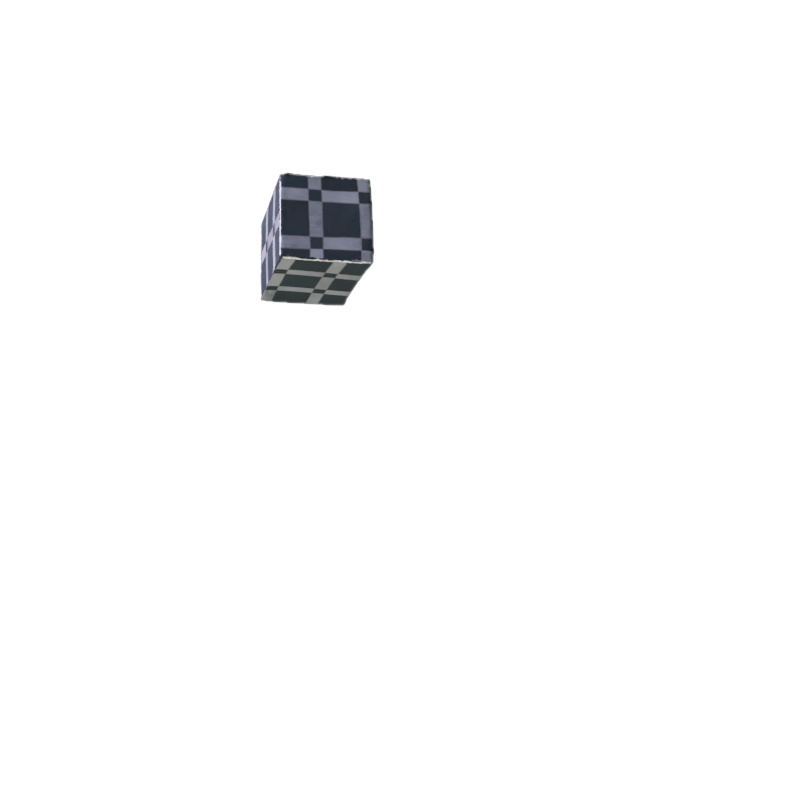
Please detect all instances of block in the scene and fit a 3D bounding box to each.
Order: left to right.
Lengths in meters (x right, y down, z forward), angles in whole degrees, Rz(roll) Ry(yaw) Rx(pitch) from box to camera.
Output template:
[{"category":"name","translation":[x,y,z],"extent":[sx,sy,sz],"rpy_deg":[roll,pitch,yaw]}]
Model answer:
[{"category":"block","translation":[-0.050,-0.090,0.633],"extent":[0.052,0.053,0.076],"rpy_deg":[4,-16,-14]}]
